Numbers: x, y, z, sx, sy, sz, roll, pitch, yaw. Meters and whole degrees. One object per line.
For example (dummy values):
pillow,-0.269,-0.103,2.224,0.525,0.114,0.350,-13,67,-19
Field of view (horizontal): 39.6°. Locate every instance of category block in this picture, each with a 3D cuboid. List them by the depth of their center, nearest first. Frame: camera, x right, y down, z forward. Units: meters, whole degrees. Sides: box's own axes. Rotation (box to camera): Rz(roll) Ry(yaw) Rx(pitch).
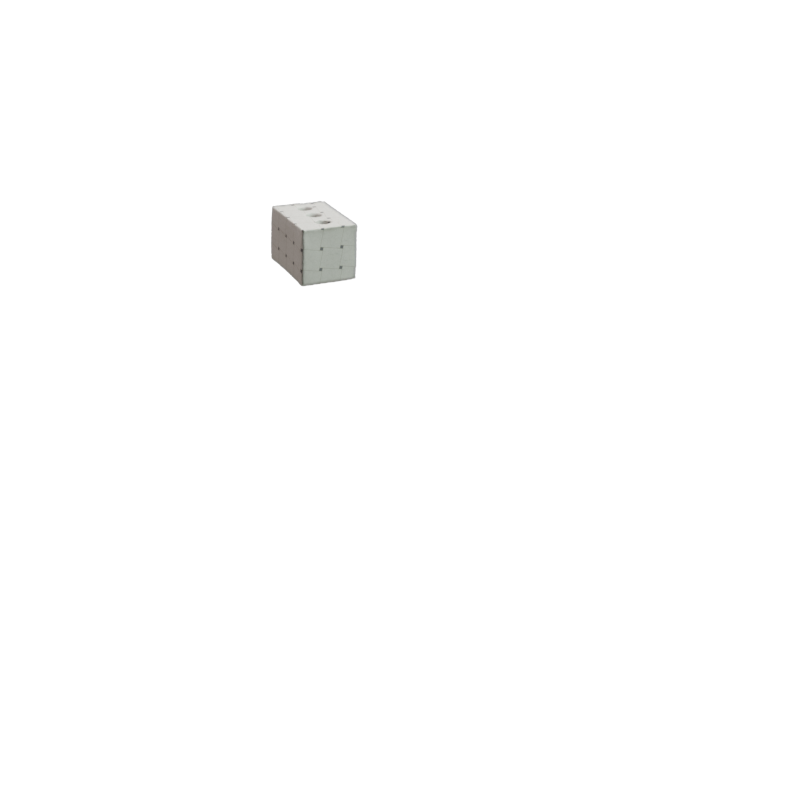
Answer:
block,-0.076,-0.139,0.973,0.052,0.049,0.083,-9,26,-23
